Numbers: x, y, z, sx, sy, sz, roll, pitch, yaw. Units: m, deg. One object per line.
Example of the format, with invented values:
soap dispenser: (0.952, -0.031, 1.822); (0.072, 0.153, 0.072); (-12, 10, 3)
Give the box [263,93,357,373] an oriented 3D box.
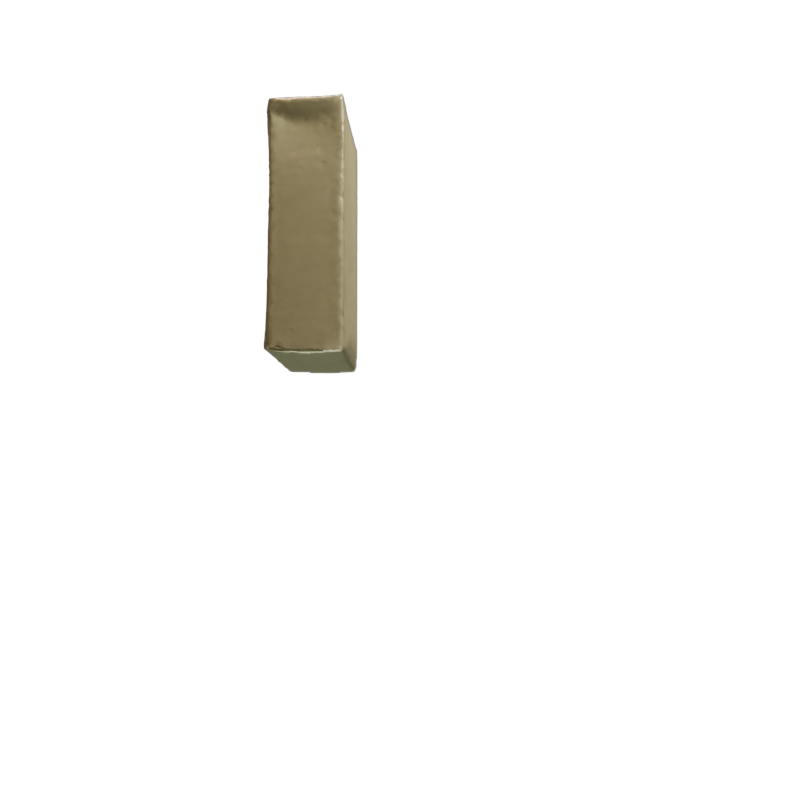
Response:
box: (-0.075, -0.137, 0.960); (0.072, 0.220, 0.159); (-1, -9, 2)
